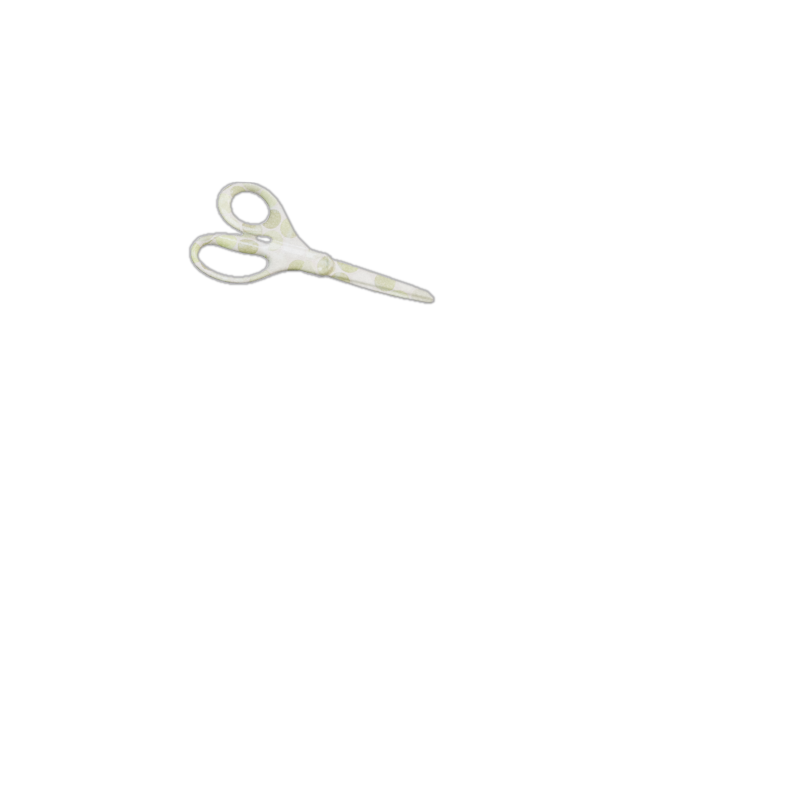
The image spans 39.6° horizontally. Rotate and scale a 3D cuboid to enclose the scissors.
[{"bbox_3d":[-0.072,-0.131,0.918,0.202,0.100,0.015,2,-15,1],"label":"scissors"}]
